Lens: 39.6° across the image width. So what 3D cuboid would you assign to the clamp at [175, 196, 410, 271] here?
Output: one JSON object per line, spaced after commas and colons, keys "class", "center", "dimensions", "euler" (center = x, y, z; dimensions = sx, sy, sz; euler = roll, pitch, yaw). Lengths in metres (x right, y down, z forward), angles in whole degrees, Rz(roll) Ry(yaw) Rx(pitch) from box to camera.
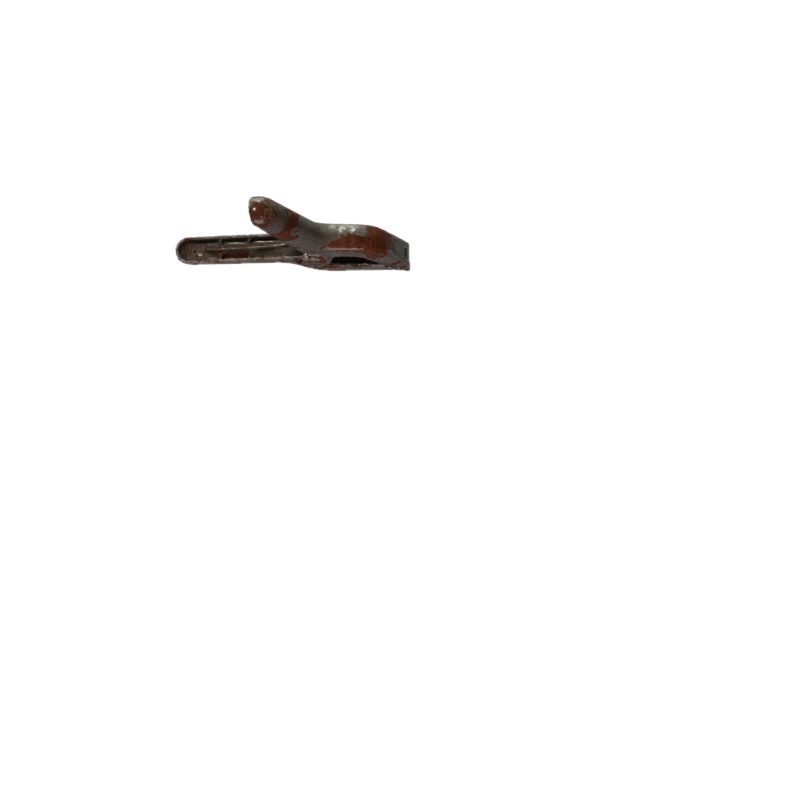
{"class": "clamp", "center": [-0.077, -0.140, 0.979], "dimensions": [0.203, 0.037, 0.166], "euler": [3, -7, -24]}
